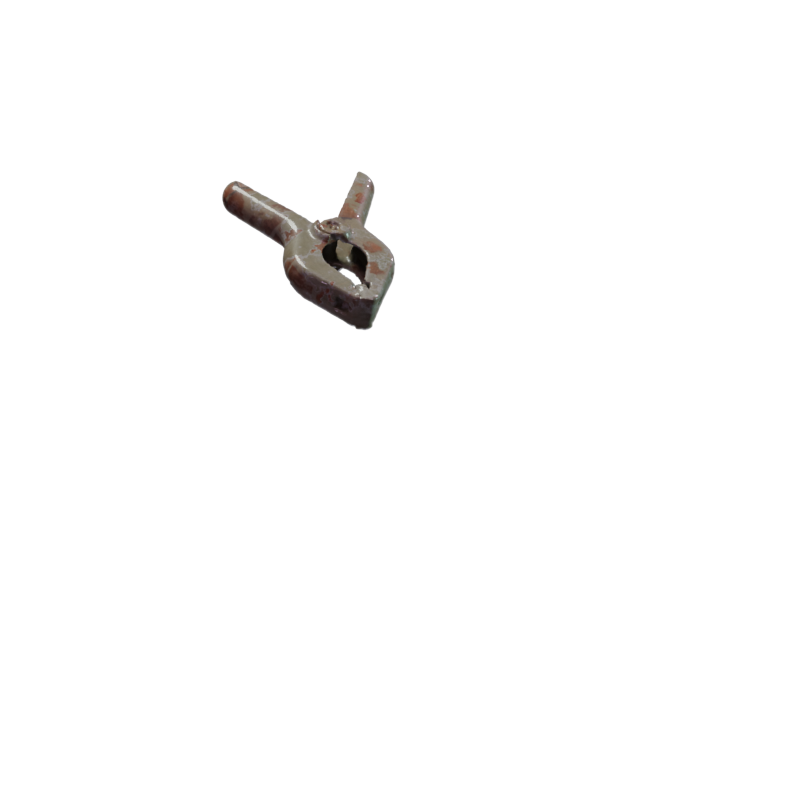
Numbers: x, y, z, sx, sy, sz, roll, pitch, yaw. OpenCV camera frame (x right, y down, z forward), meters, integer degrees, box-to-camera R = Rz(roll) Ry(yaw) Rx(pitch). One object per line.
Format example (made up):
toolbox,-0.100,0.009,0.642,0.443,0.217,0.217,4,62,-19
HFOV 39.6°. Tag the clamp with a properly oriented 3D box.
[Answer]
clamp,-0.063,-0.115,0.803,0.119,0.037,0.185,-7,39,-9
